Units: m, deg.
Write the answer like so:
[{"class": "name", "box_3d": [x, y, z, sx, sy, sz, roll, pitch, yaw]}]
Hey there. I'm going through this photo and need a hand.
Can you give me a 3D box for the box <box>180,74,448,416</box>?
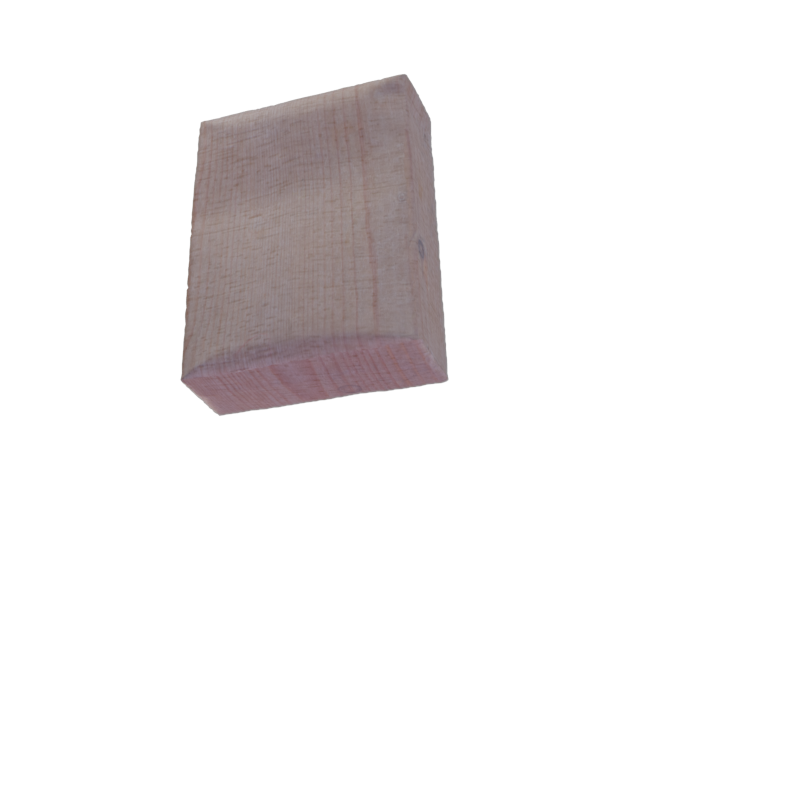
[{"class": "box", "box_3d": [-0.060, -0.109, 0.762, 0.166, 0.227, 0.066, -10, -30, 16]}]
